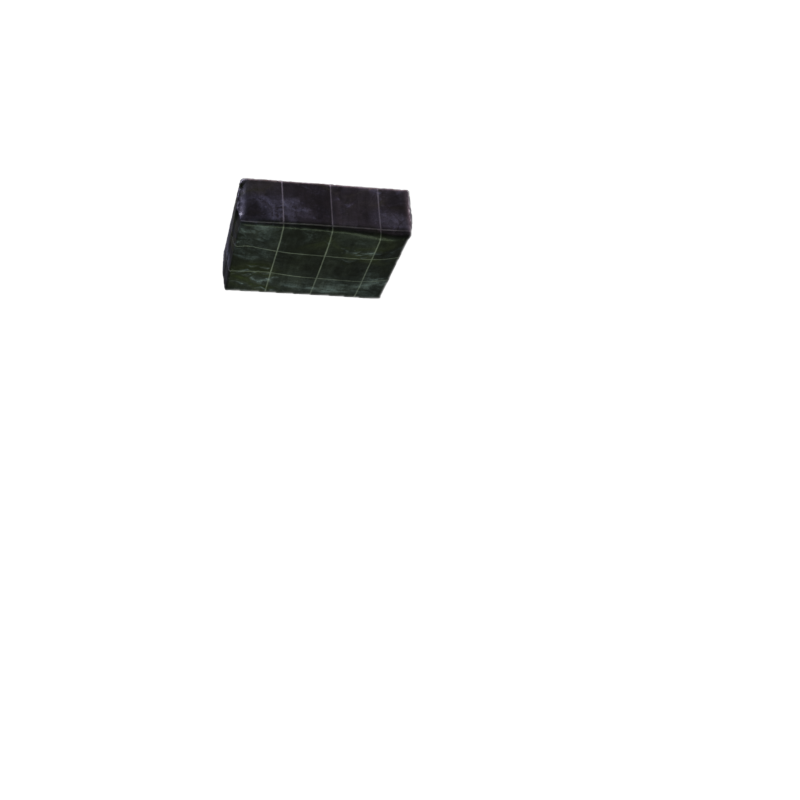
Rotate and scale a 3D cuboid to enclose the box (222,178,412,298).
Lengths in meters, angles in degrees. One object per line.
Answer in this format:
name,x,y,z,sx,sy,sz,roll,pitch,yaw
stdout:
box,-0.057,-0.105,0.732,0.112,0.041,0.086,5,-25,-11
